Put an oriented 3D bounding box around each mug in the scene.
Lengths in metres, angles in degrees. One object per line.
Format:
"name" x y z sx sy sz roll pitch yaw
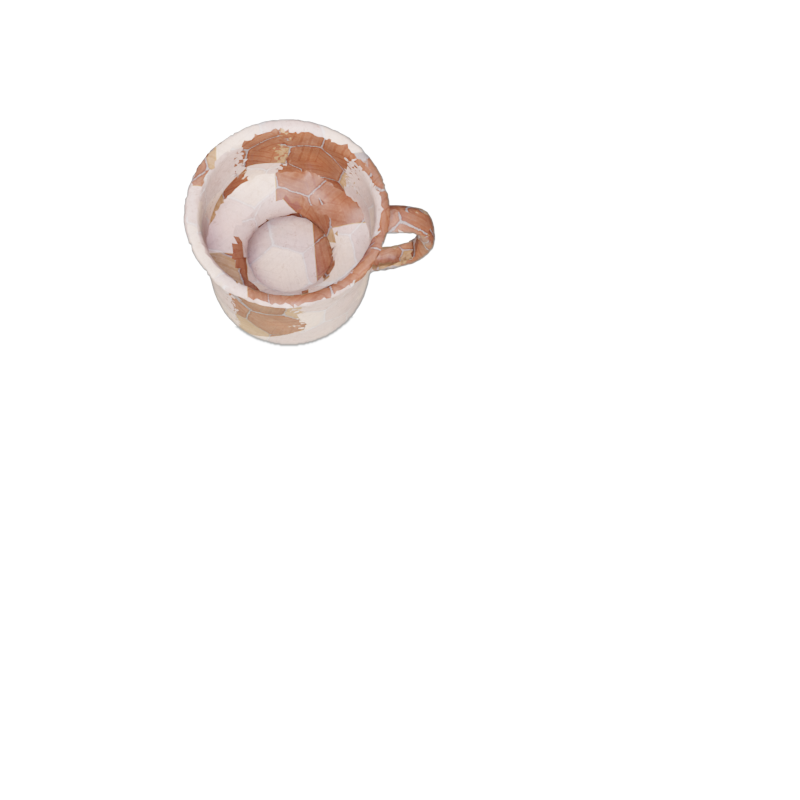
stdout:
"mug" -0.042 -0.077 0.537 0.117 0.098 0.078 -5 -19 -3
